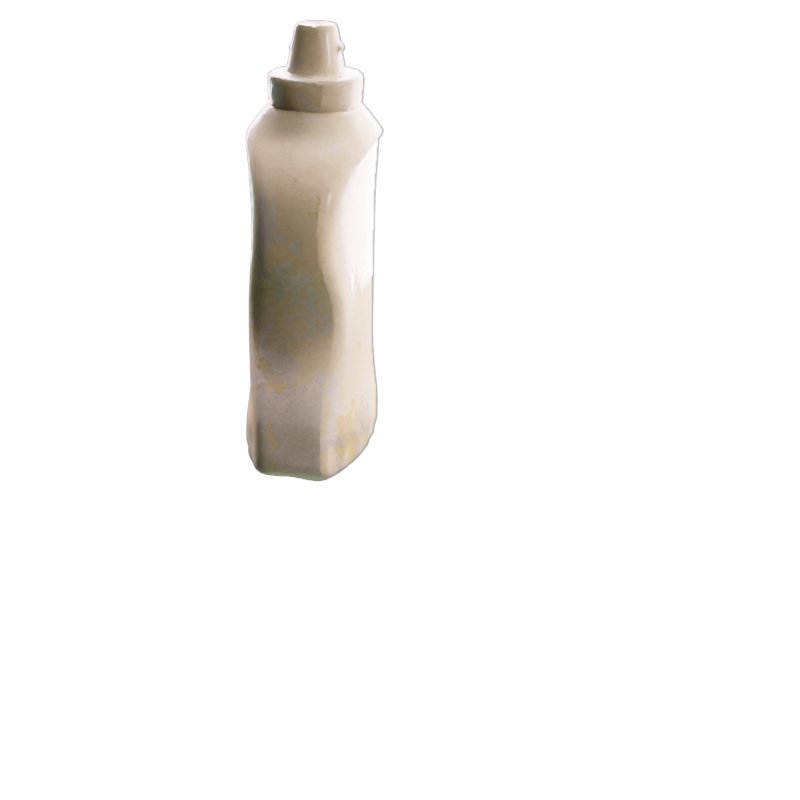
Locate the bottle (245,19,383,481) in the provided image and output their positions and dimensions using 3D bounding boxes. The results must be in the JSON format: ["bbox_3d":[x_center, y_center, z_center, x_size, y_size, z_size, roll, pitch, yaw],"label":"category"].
[{"bbox_3d":[-0.038,-0.070,0.489,0.059,0.183,0.099,5,22,10],"label":"bottle"}]
